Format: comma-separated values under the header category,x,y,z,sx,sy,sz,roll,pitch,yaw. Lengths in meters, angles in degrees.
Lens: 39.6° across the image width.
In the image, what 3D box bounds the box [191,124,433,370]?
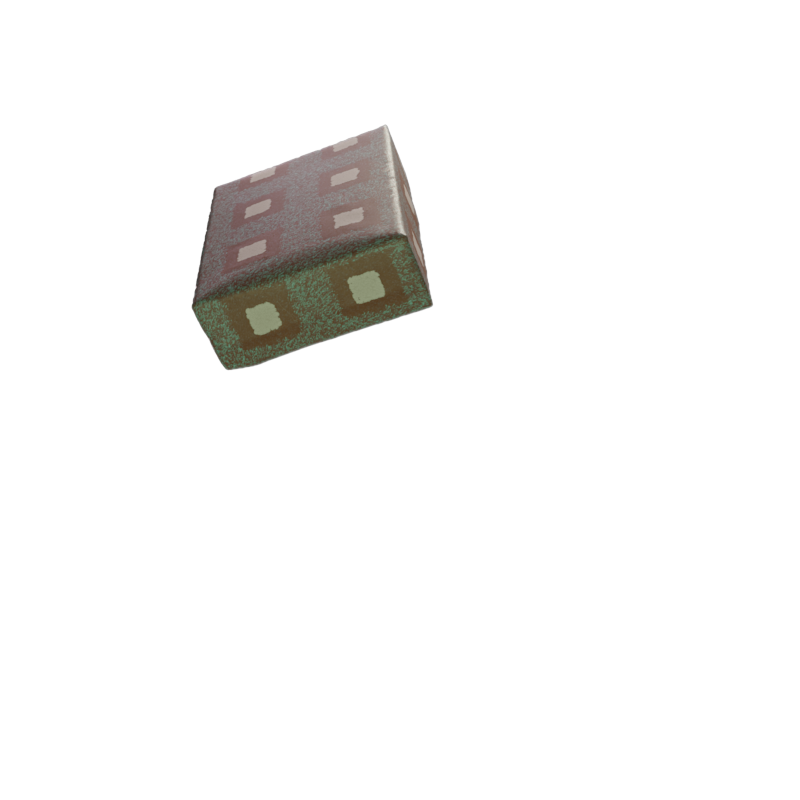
category,x,y,z,sx,sy,sz,roll,pitch,yaw
box,-0.069,-0.126,0.879,0.165,0.067,0.227,-18,32,8
